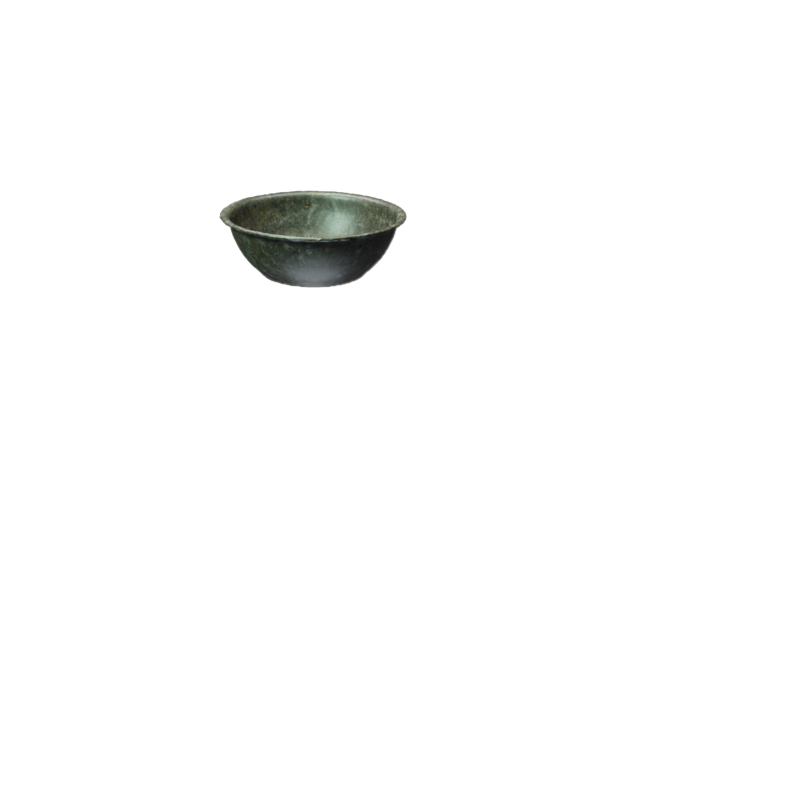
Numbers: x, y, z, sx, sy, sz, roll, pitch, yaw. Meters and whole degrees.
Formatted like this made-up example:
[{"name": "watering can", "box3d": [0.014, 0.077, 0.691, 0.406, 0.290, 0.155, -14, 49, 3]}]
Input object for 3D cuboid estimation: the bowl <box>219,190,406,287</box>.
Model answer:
[{"name": "bowl", "box3d": [-0.076, -0.138, 0.967, 0.162, 0.053, 0.170, -1, 23, -2]}]
